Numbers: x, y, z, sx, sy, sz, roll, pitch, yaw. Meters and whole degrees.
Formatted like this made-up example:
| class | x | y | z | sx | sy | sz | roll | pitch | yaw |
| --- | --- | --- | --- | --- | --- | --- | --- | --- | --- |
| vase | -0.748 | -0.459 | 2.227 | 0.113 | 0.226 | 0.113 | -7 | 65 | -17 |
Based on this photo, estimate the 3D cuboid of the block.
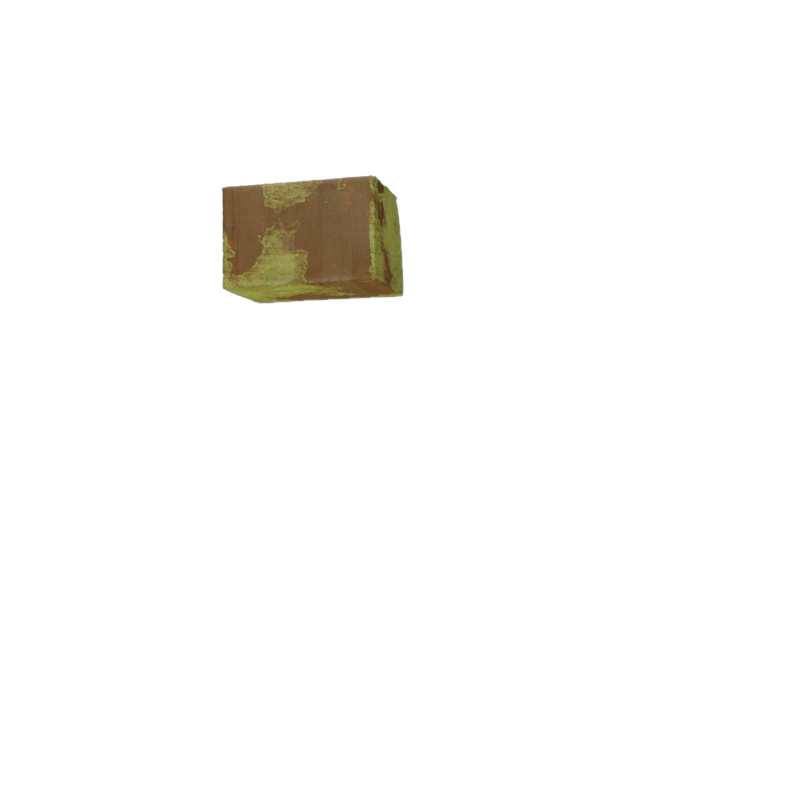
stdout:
| class | x | y | z | sx | sy | sz | roll | pitch | yaw |
| --- | --- | --- | --- | --- | --- | --- | --- | --- | --- |
| block | -0.042 | -0.077 | 0.538 | 0.079 | 0.052 | 0.051 | -2 | -7 | 15 |
